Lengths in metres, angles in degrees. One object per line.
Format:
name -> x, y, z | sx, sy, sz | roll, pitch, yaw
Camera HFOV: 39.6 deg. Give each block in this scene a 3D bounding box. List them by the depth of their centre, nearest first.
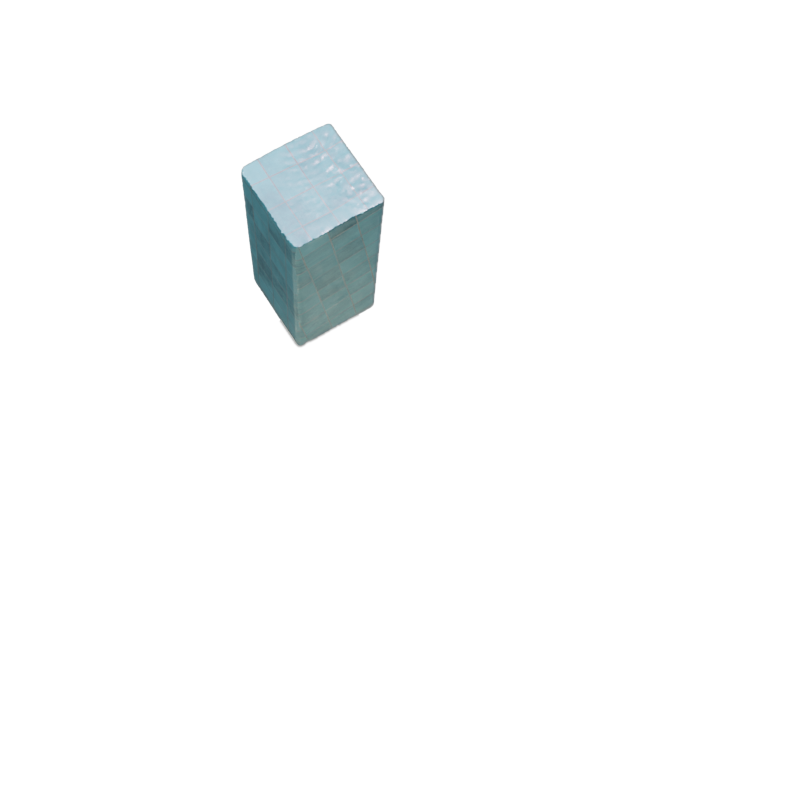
block -> -0.079, -0.142, 0.995 | 0.090, 0.095, 0.196 | -30, -17, -14
